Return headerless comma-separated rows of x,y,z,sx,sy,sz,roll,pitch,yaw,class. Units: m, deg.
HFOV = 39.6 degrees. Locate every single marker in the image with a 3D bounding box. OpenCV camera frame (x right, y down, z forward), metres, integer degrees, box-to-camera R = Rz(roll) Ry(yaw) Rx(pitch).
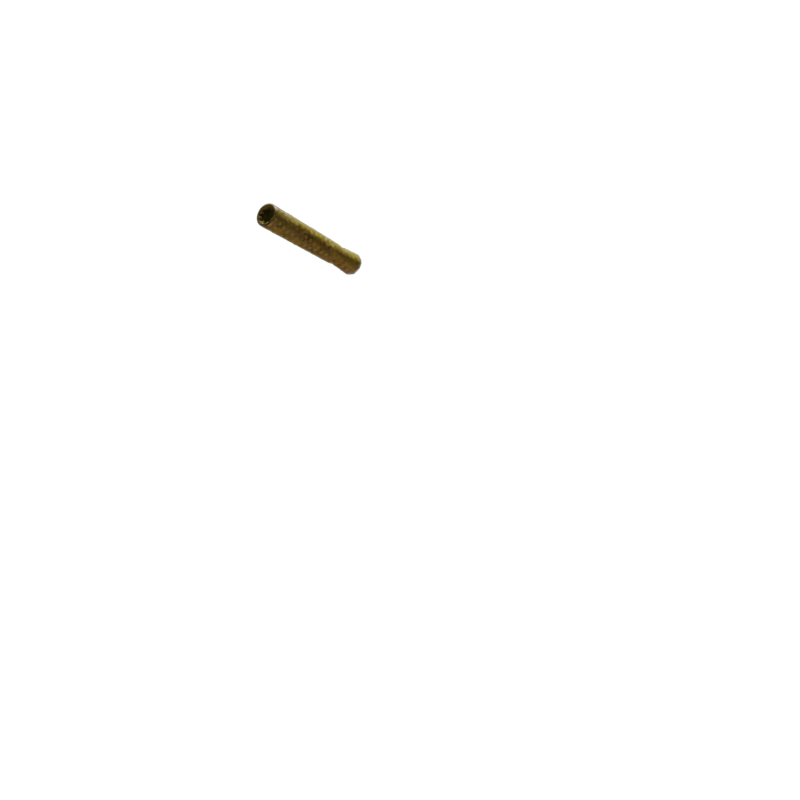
-0.068,-0.124,0.867,0.020,0.020,0.113,3,-13,36,marker
